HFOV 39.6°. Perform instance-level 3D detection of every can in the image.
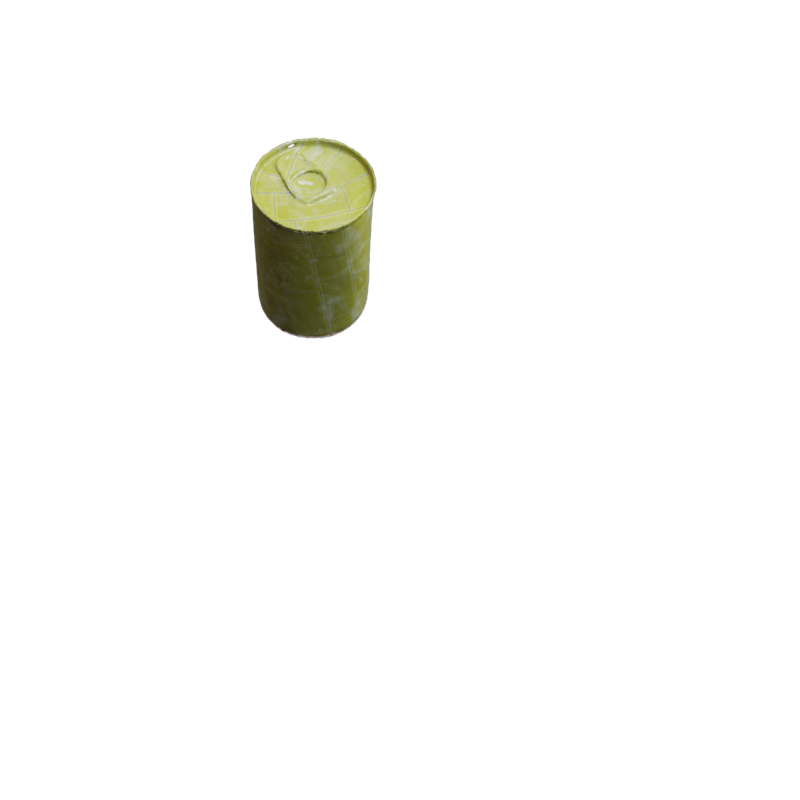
[{"bbox_3d":[-0.050,-0.090,0.633,0.068,0.073,0.095,0,-35,-3],"label":"can"}]
